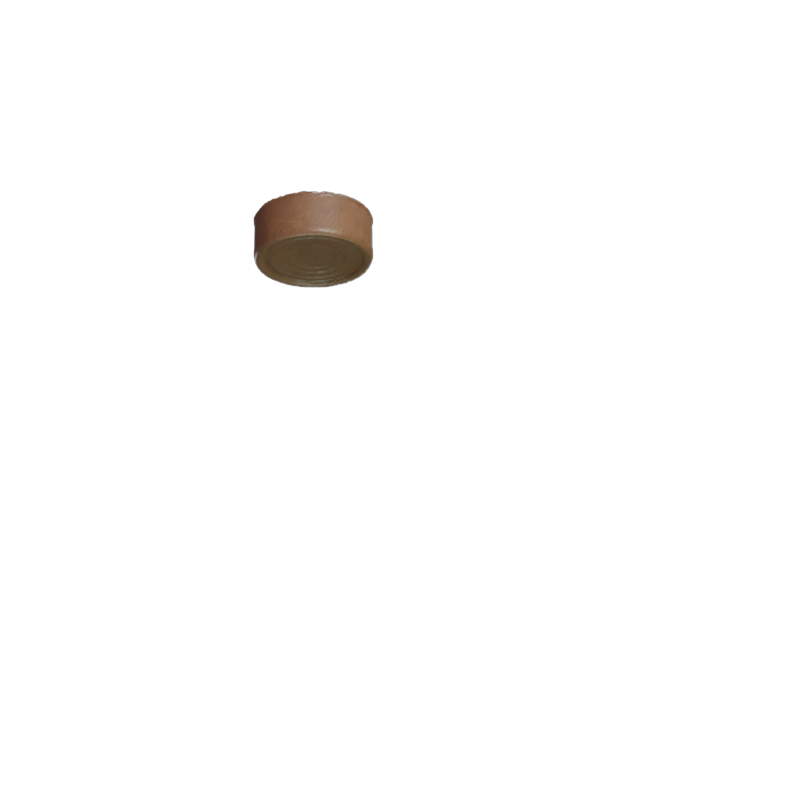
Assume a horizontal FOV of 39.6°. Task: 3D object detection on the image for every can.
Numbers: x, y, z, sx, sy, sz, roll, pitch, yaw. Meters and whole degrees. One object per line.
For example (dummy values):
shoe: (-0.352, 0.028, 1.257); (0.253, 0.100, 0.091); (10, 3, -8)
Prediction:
can: (-0.062, -0.113, 0.788); (0.086, 0.035, 0.081); (1, -23, -2)
